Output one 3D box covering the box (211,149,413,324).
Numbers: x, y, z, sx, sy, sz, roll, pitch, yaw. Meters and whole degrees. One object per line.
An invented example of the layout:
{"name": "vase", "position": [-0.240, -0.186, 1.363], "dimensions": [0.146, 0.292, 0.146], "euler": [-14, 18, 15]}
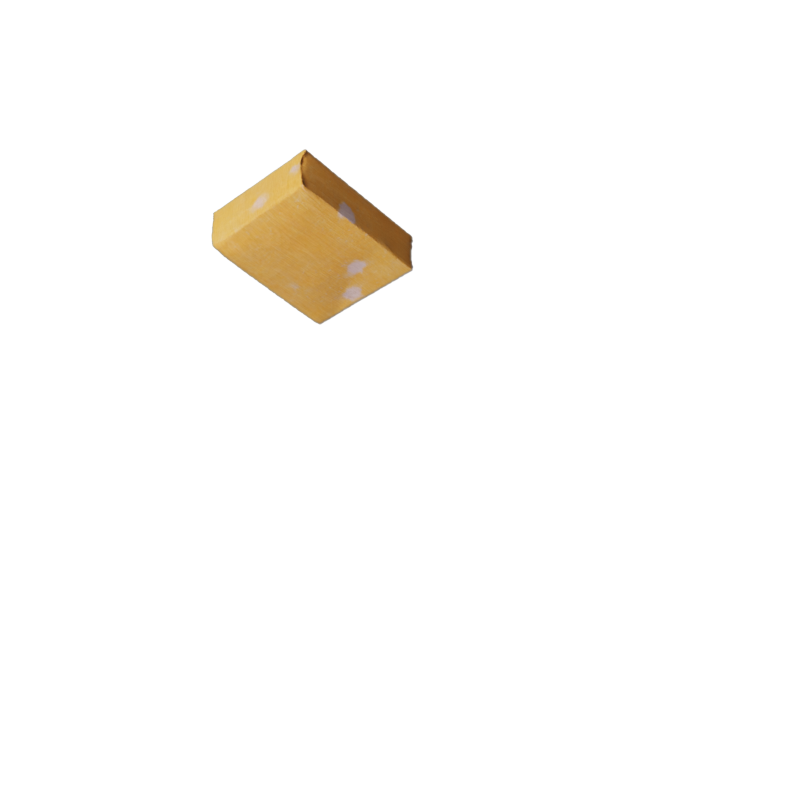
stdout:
{"name": "box", "position": [-0.060, -0.109, 0.760], "dimensions": [0.089, 0.042, 0.106], "euler": [-30, -48, 31]}
